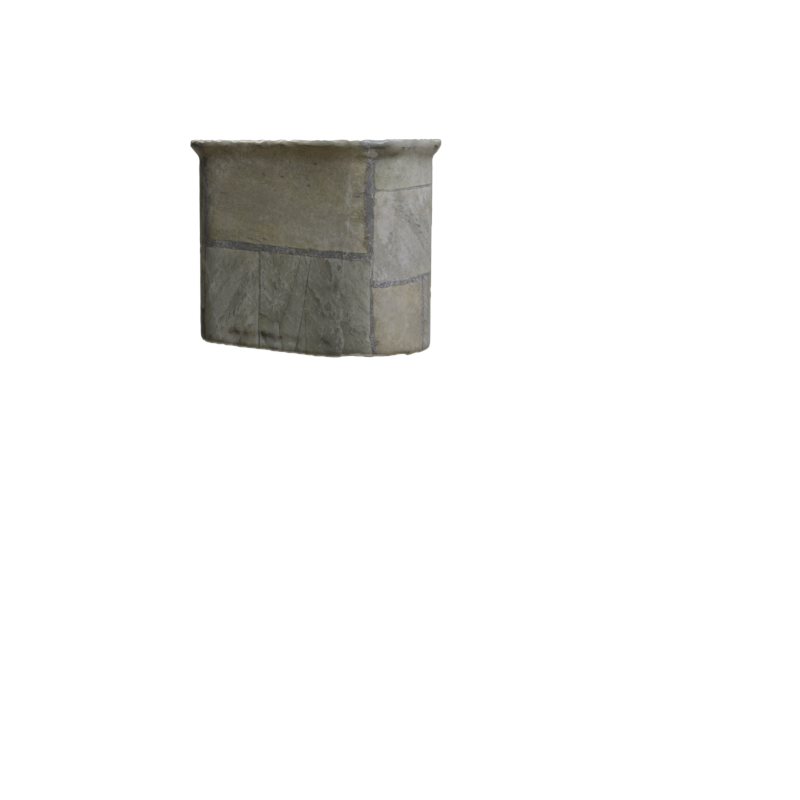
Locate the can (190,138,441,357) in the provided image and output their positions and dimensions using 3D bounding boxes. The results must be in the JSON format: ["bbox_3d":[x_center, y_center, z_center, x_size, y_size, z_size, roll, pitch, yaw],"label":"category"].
[{"bbox_3d":[-0.036,-0.065,0.453,0.106,0.082,0.056,7,10,31],"label":"can"}]
